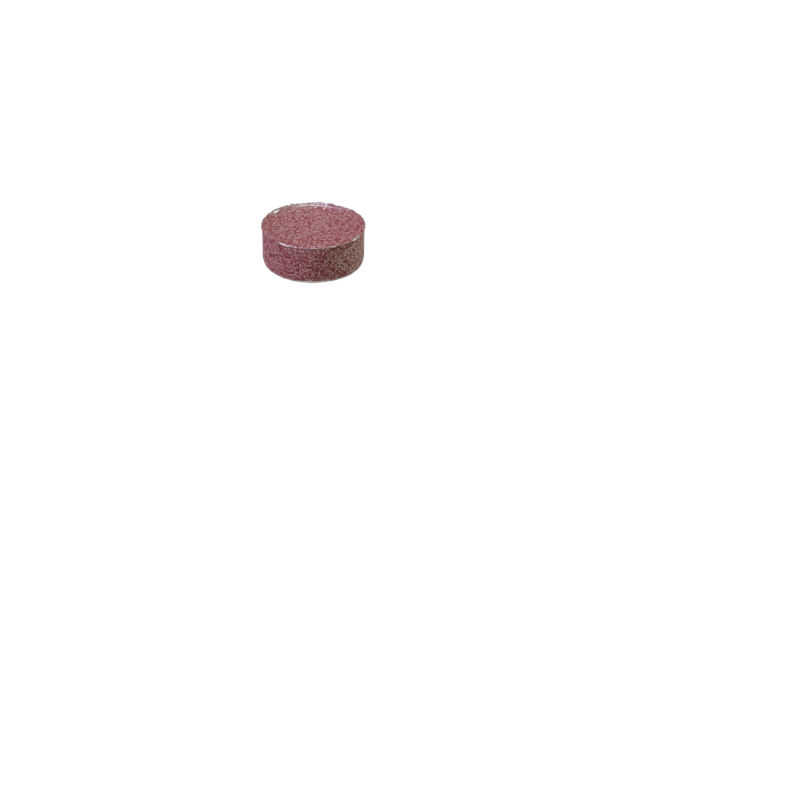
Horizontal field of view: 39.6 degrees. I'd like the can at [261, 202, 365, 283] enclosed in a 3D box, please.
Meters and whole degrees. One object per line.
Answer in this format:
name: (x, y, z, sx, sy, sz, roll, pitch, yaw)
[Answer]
can: (-0.072, -0.131, 0.915, 0.086, 0.032, 0.091, -1, 33, -2)
